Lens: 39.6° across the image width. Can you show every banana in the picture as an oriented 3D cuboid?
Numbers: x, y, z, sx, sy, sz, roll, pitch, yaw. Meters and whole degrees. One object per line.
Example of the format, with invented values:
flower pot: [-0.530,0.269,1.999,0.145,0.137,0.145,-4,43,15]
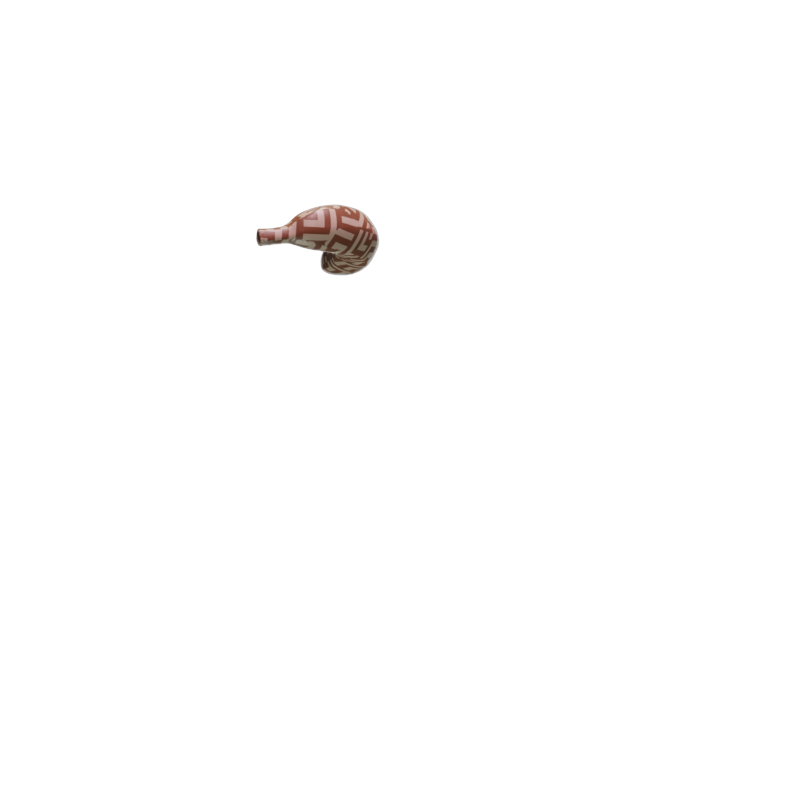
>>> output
banana: [-0.050,-0.123,0.855,0.071,0.037,0.192,-1,-2,12]
